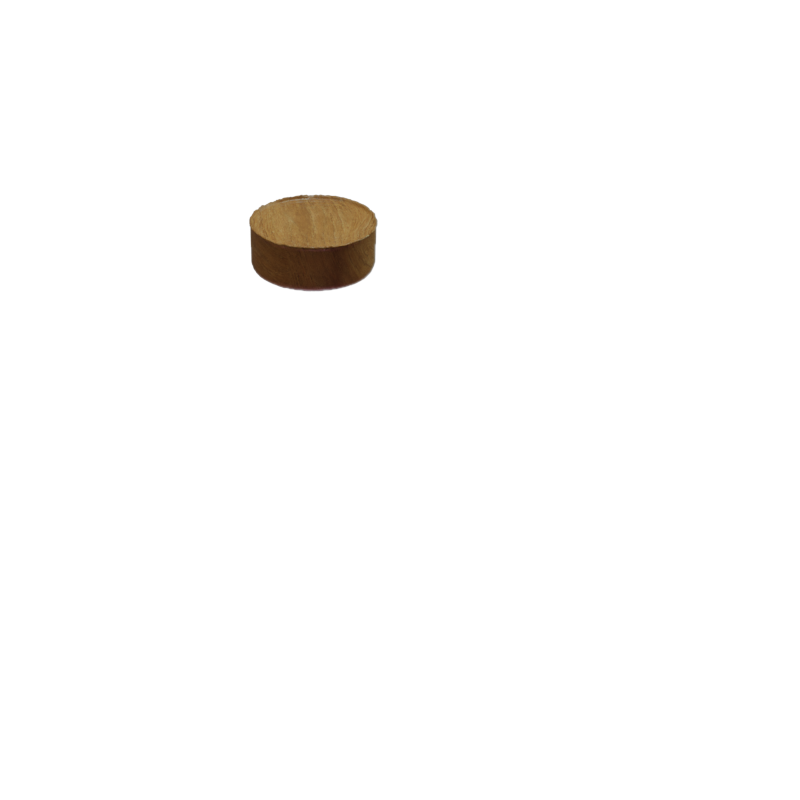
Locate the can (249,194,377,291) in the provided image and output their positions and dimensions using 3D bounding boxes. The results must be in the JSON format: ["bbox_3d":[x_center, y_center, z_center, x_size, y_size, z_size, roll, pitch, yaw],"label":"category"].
[{"bbox_3d":[-0.058,-0.107,0.747,0.086,0.032,0.091,-1,31,-2],"label":"can"}]
